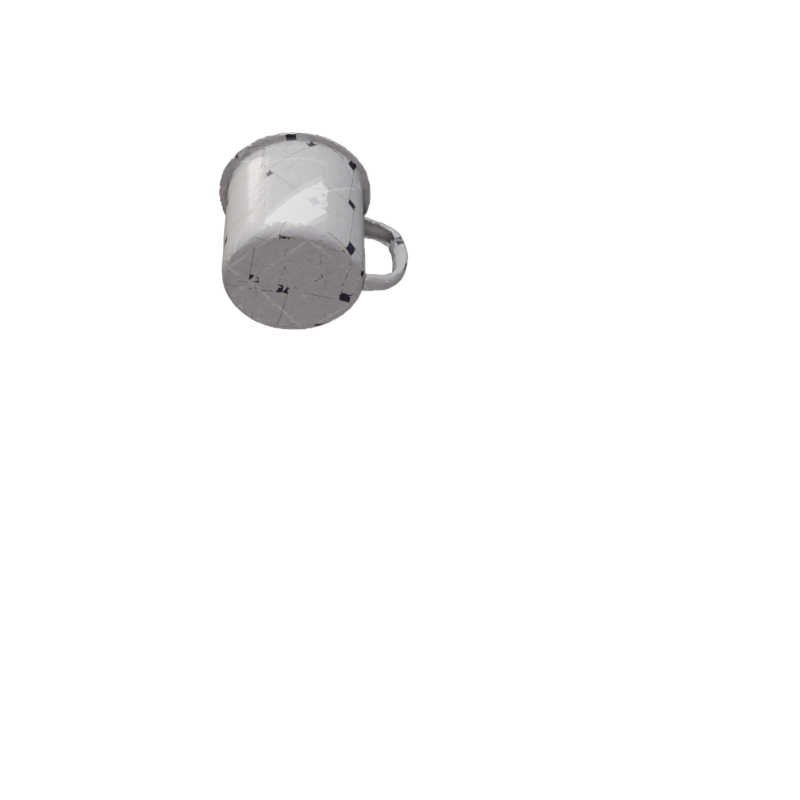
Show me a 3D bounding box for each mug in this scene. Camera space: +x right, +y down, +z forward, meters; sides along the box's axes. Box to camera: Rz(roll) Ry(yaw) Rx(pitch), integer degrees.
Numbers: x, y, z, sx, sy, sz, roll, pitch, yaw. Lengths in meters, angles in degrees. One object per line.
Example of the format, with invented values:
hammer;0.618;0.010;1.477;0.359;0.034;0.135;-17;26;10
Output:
mug;-0.051;-0.093;0.652;0.114;0.087;0.089;15;-47;-16
